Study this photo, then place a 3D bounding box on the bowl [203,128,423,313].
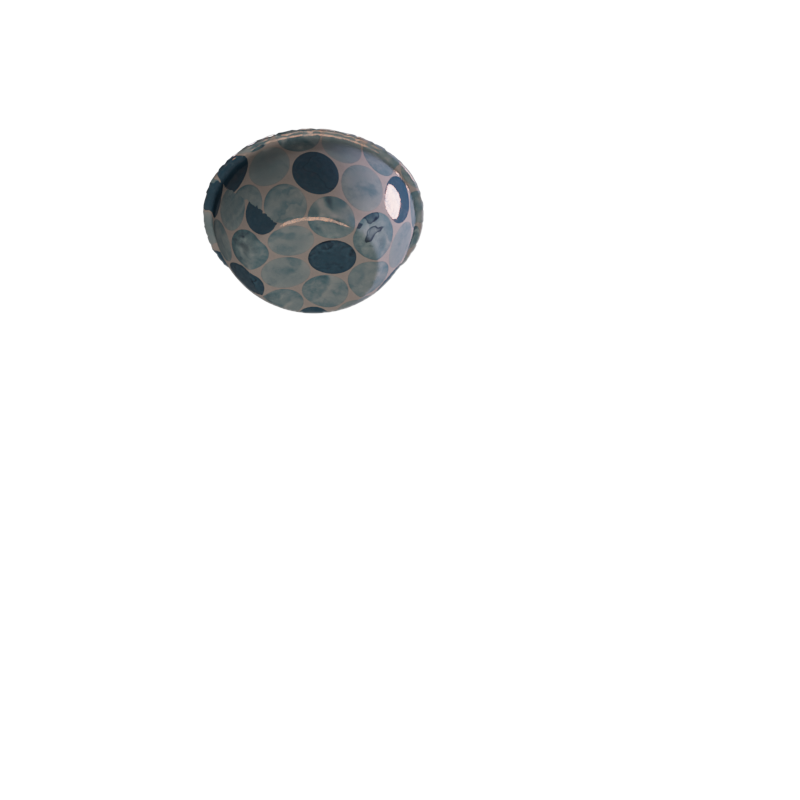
[{"bbox_3d":[-0.062,-0.113,0.791,0.162,0.059,0.151,1,-45,-1],"label":"bowl"}]
